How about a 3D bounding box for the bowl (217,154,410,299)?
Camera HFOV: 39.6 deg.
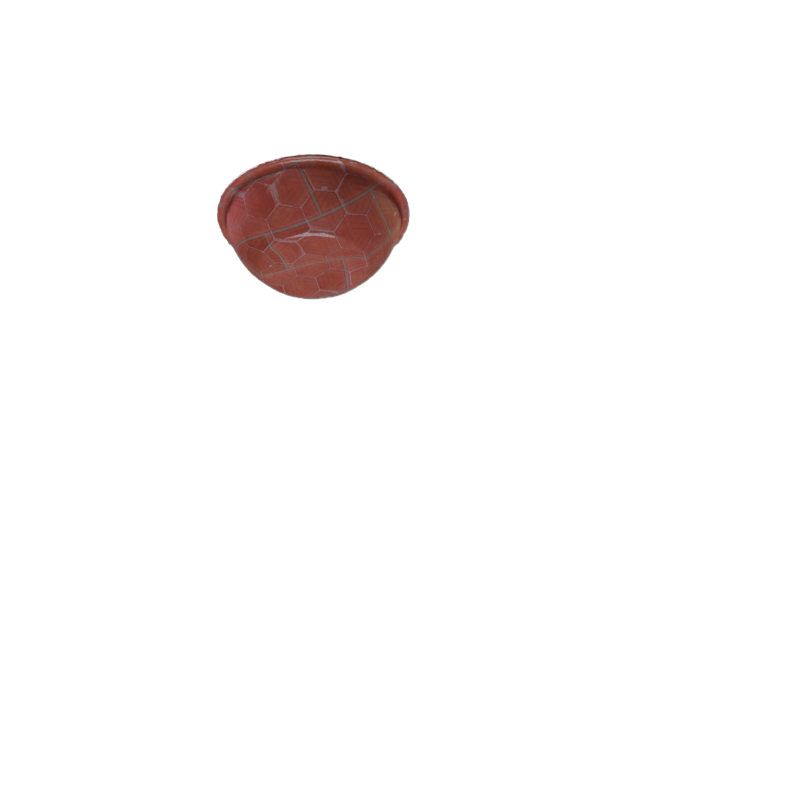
[{"bbox_3d":[-0.072,-0.130,0.914,0.162,0.059,0.152,1,-32,-2],"label":"bowl"}]
